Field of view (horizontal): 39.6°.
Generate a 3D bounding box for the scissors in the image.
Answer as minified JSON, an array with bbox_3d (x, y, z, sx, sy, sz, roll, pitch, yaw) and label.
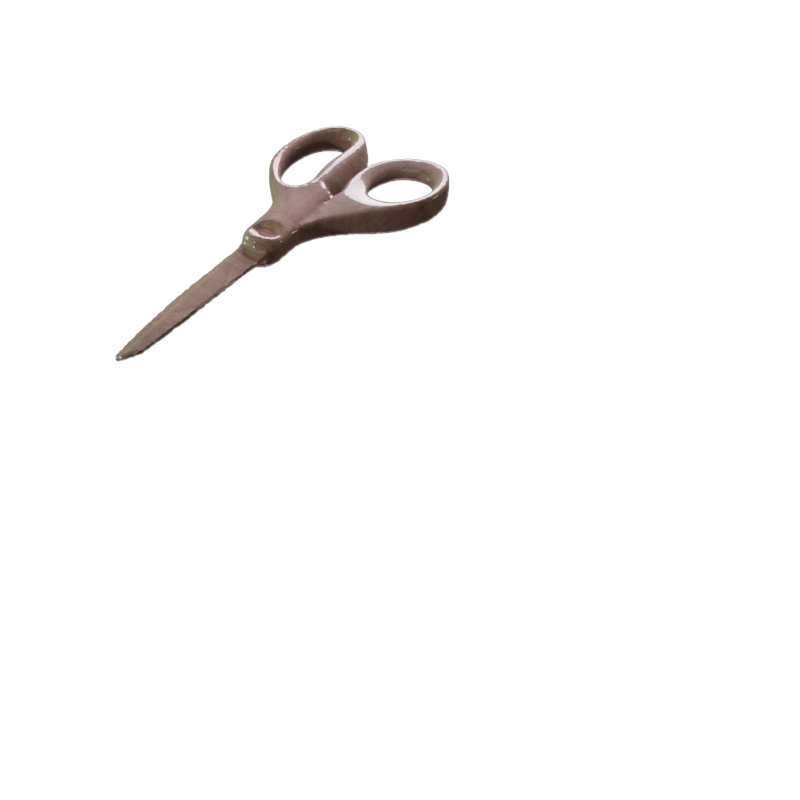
[{"bbox_3d":[-0.038,-0.069,0.484,0.098,0.015,0.211,8,39,10],"label":"scissors"}]
